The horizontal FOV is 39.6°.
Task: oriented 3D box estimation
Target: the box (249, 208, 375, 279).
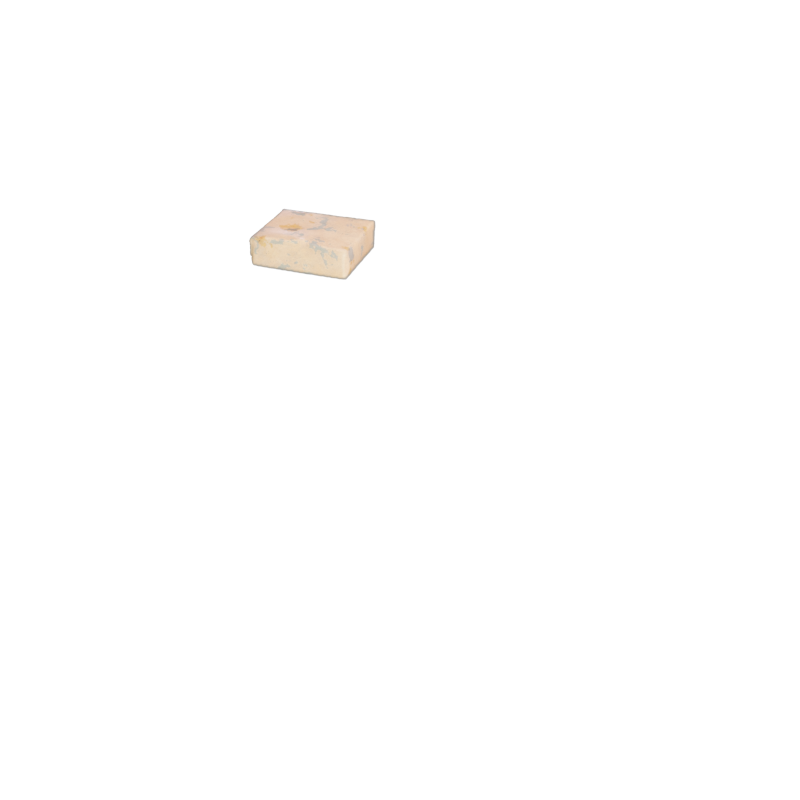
[{"bbox_3d":[-0.075,-0.136,0.952,0.092,0.029,0.075,10,30,17],"label":"box"}]
